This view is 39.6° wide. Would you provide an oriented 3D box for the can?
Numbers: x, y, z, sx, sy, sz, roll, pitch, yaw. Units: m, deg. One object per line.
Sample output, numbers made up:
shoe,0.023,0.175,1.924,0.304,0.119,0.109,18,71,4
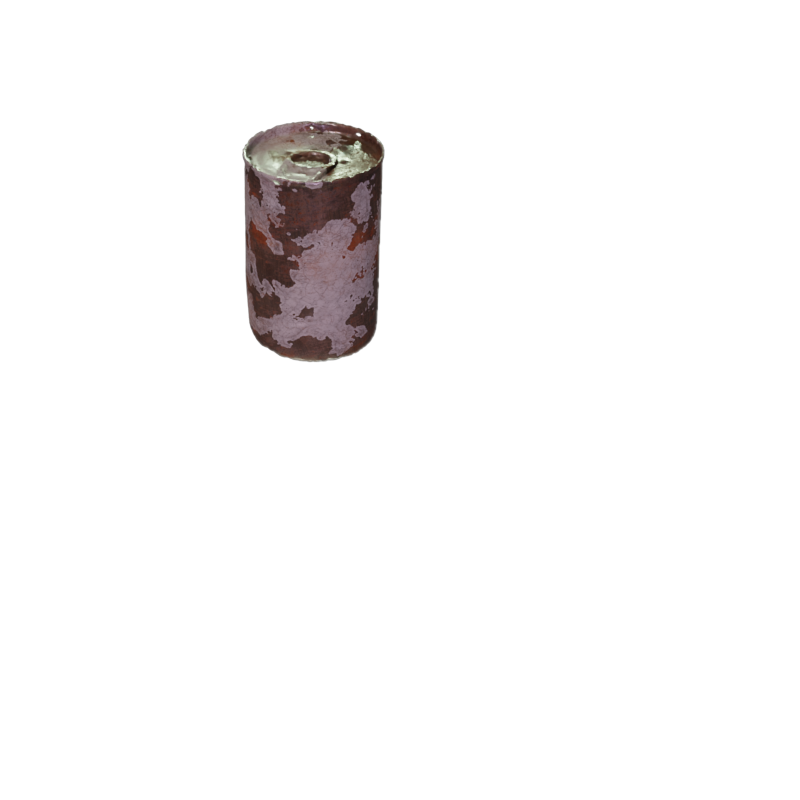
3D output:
can,-0.043,-0.079,0.553,0.068,0.096,0.073,0,33,-3
